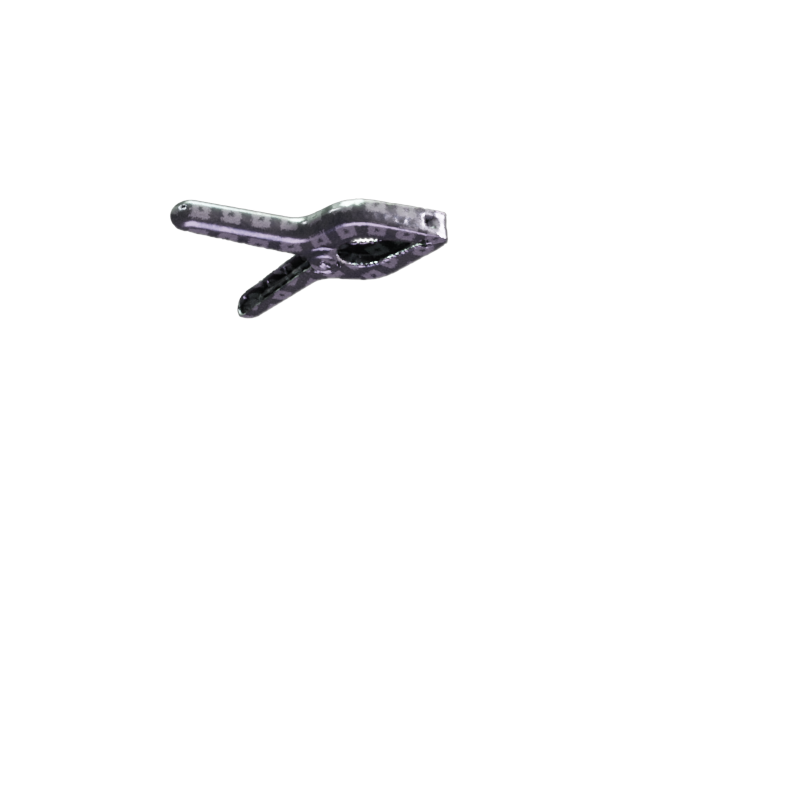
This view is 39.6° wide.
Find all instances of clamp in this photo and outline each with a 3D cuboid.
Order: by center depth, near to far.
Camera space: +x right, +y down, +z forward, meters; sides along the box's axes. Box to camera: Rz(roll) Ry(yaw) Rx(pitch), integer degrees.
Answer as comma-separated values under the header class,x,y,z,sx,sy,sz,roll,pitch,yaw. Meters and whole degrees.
class,x,y,z,sx,sy,sz,roll,pitch,yaw
clamp,-0.069,-0.127,0.886,0.213,0.039,0.152,-10,-28,19
